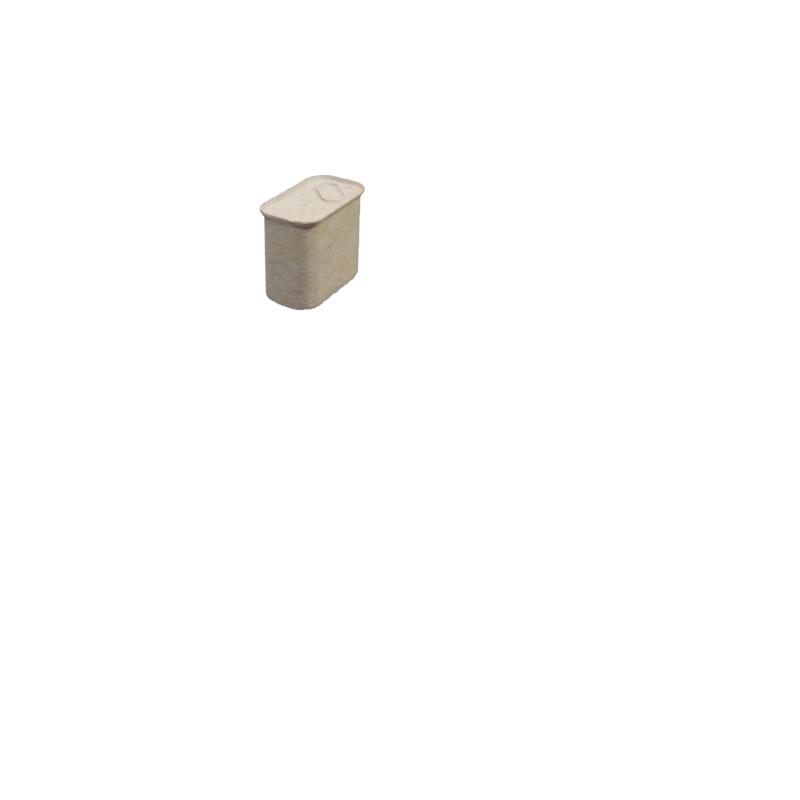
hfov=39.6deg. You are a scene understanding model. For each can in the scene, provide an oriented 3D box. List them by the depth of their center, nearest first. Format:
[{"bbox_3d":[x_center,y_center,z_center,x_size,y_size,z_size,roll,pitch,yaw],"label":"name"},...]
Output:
[{"bbox_3d":[-0.074,-0.136,0.949,0.060,0.079,0.103,16,33,24],"label":"can"}]
